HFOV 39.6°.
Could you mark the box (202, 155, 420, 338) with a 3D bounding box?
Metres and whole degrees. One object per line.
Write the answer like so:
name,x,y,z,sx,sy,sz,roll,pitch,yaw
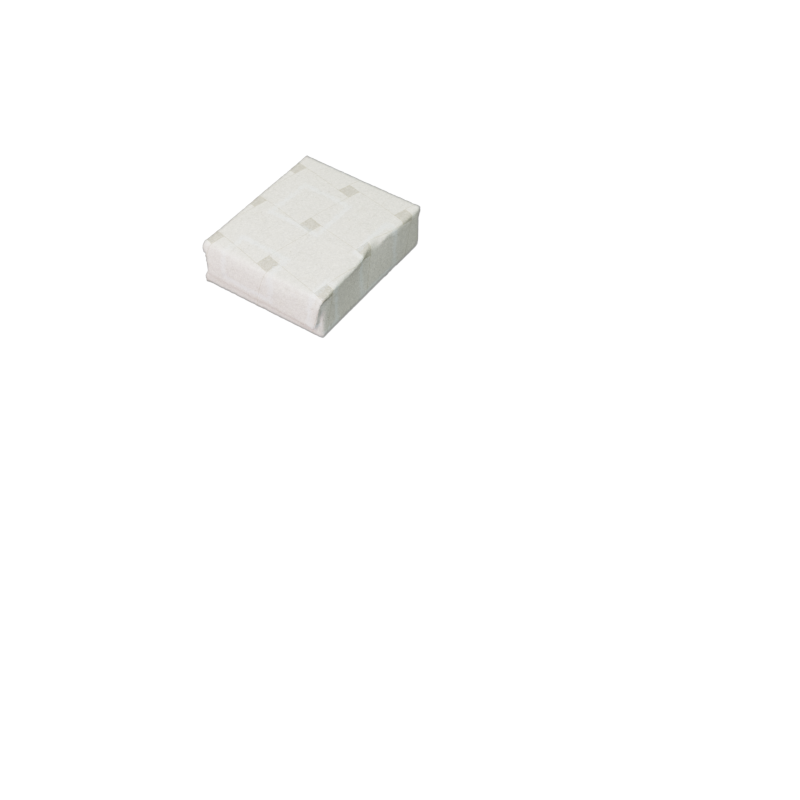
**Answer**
box,-0.044,-0.080,0.558,0.077,0.028,0.091,26,51,23
